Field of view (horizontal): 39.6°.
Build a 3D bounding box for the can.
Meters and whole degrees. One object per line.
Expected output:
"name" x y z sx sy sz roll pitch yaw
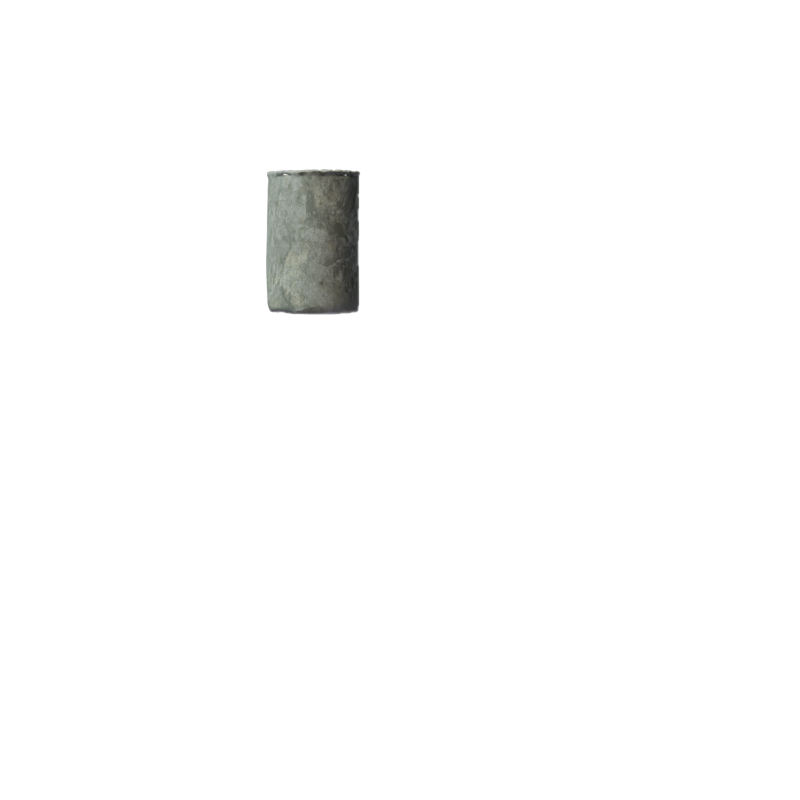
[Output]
"can" -0.063 -0.115 0.807 0.068 0.102 0.069 0 3 -2
